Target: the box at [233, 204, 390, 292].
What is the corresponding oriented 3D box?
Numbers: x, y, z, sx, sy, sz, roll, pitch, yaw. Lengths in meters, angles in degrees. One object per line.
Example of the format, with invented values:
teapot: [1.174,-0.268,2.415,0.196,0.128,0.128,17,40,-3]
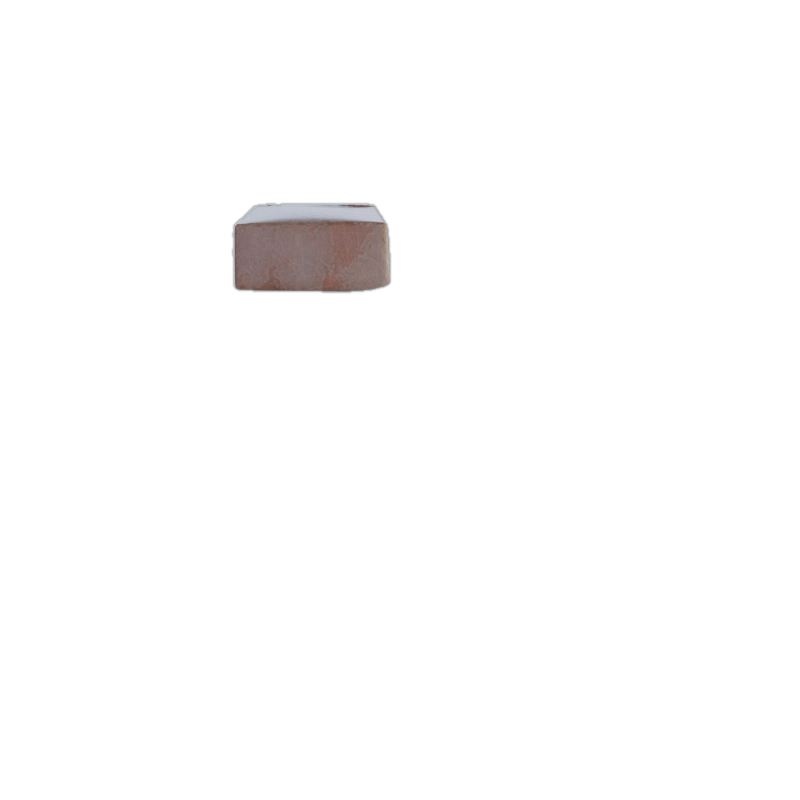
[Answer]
box: [-0.058,-0.105,0.735,0.093,0.047,0.182,-1,15,-3]
